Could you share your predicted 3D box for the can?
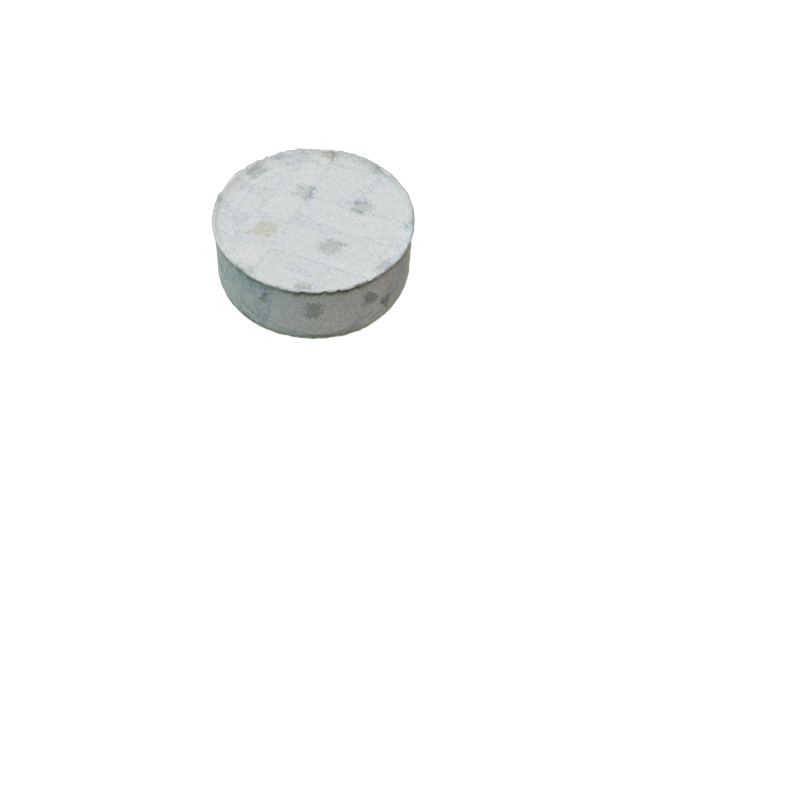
[{"bbox_3d":[-0.038,-0.069,0.480,0.086,0.092,0.031,-1,-40,-1],"label":"can"}]
